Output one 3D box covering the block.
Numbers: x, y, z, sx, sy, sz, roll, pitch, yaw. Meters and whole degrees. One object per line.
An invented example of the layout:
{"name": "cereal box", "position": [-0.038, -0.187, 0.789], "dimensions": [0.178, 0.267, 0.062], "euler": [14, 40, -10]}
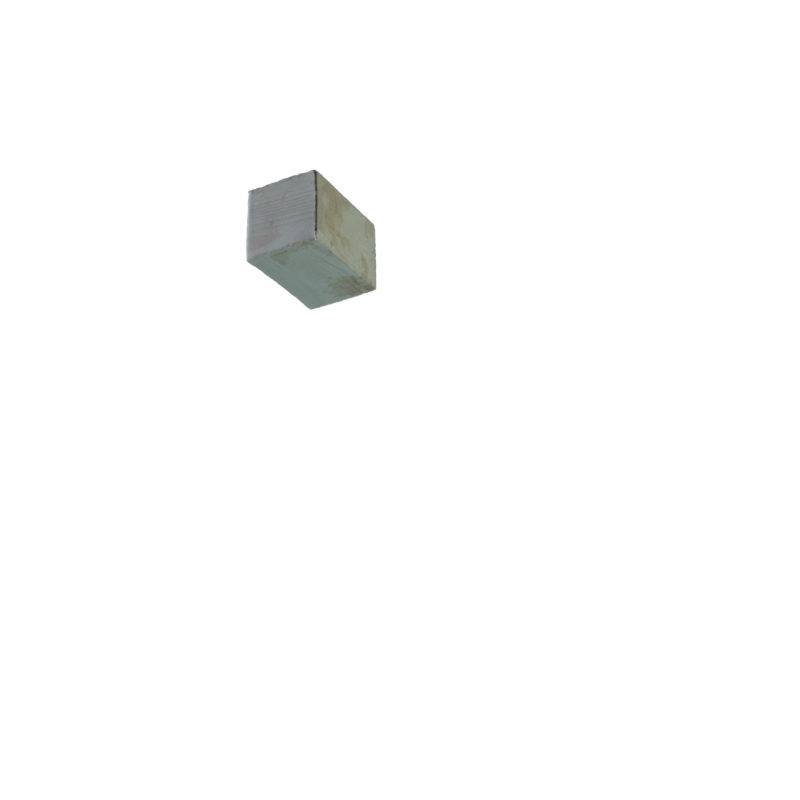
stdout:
{"name": "block", "position": [-0.055, -0.101, 0.705], "dimensions": [0.053, 0.054, 0.072], "euler": [-15, -30, 25]}
